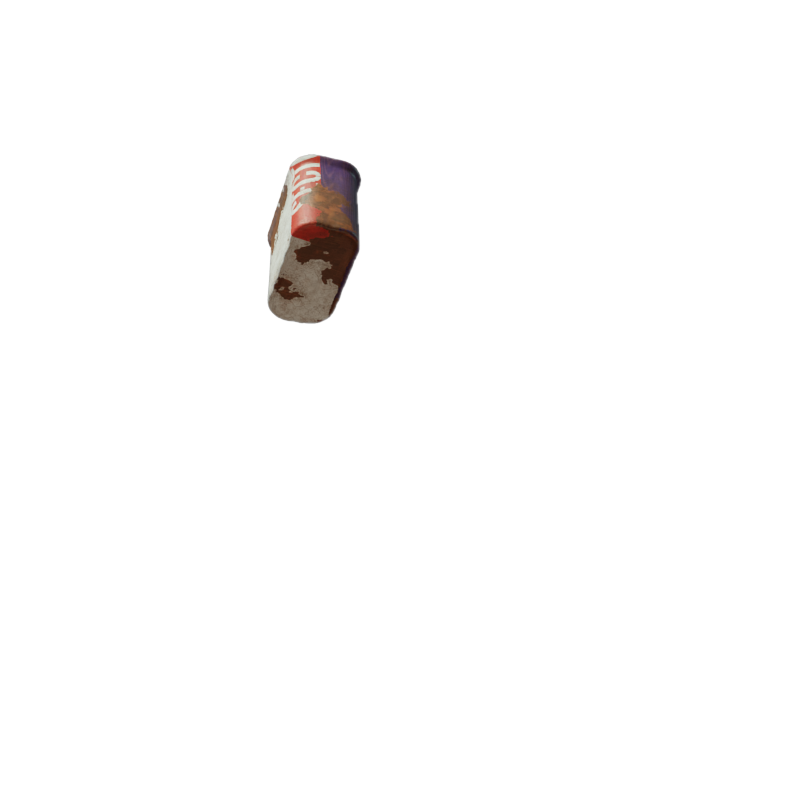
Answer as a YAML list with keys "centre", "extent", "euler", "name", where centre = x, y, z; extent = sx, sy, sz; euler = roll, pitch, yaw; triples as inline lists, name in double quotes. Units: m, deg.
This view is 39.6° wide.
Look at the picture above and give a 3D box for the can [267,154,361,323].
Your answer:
- centre: [-0.066, -0.120, 0.842]
  extent: [0.056, 0.097, 0.090]
  euler: [12, 41, -14]
  name: "can"
